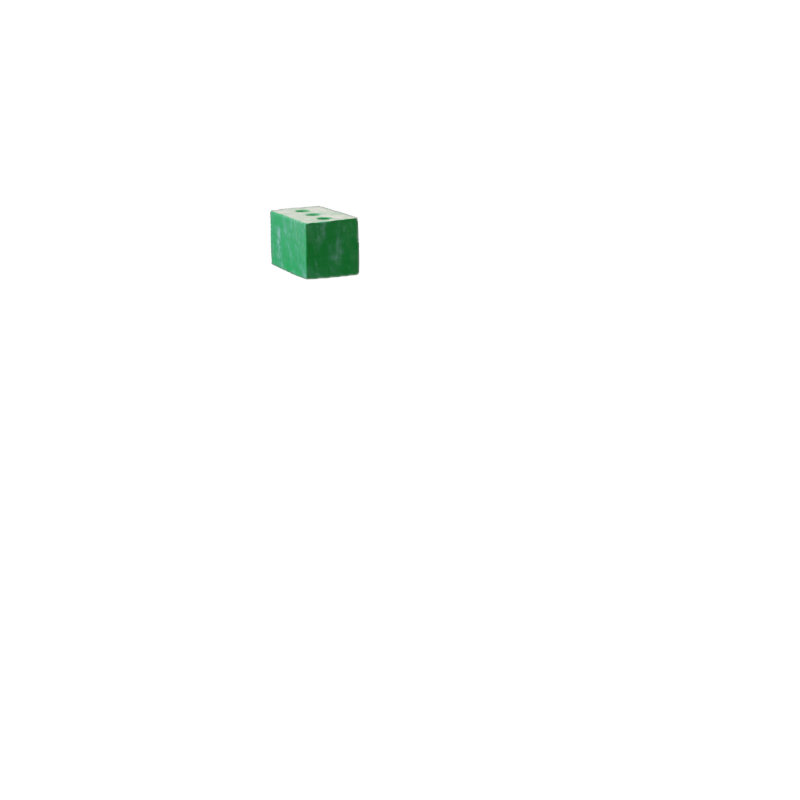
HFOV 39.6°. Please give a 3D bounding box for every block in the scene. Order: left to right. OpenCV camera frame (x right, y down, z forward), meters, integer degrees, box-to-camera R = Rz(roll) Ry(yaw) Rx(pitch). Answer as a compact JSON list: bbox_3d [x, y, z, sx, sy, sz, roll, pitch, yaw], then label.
[{"bbox_3d":[-0.077,-0.141,0.990,0.051,0.050,0.083,-8,18,-29],"label":"block"}]
